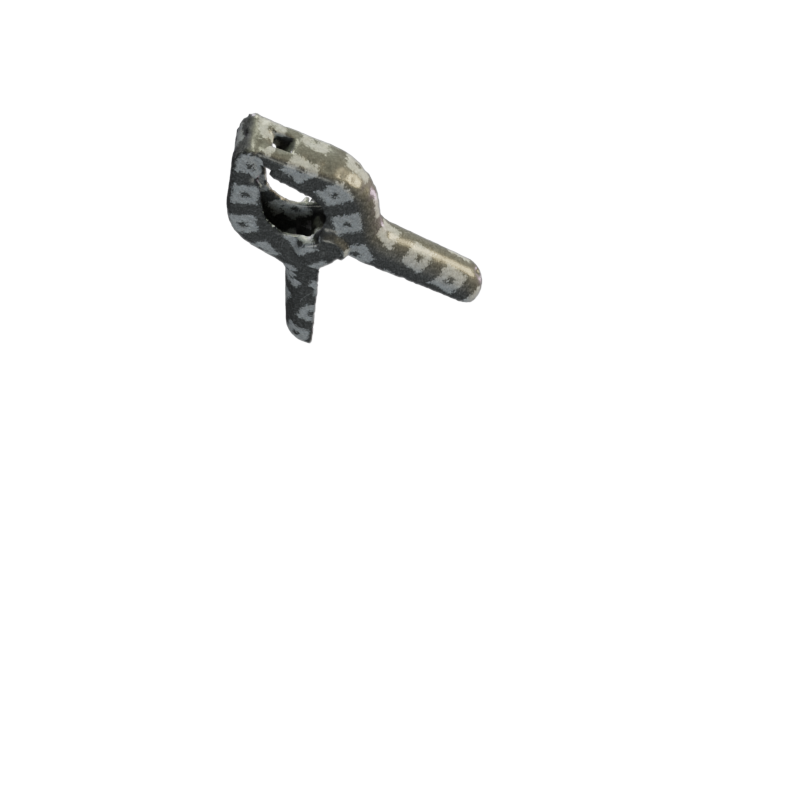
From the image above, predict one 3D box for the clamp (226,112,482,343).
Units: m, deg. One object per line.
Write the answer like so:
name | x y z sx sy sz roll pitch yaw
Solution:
clamp | -0.047 -0.086 0.600 0.120 0.042 0.159 -25 -46 27
